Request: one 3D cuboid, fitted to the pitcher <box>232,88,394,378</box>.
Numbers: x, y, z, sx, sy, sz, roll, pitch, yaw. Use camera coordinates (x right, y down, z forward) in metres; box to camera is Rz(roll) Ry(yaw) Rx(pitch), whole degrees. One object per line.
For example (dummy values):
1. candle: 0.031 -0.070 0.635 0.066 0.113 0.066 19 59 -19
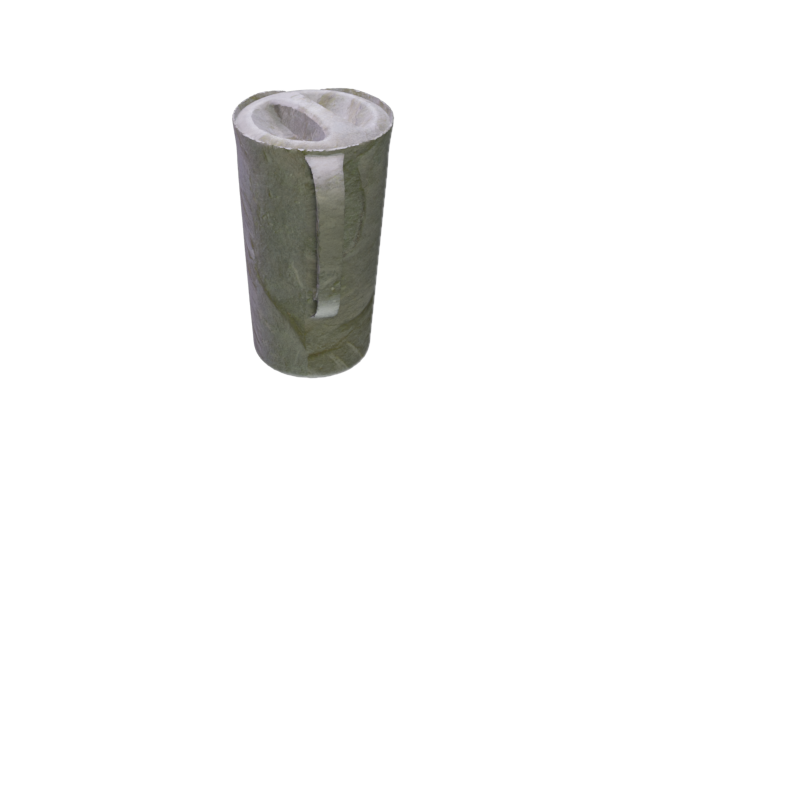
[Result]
1. pitcher: -0.075 -0.137 0.959 0.153 0.228 0.151 21 38 27
